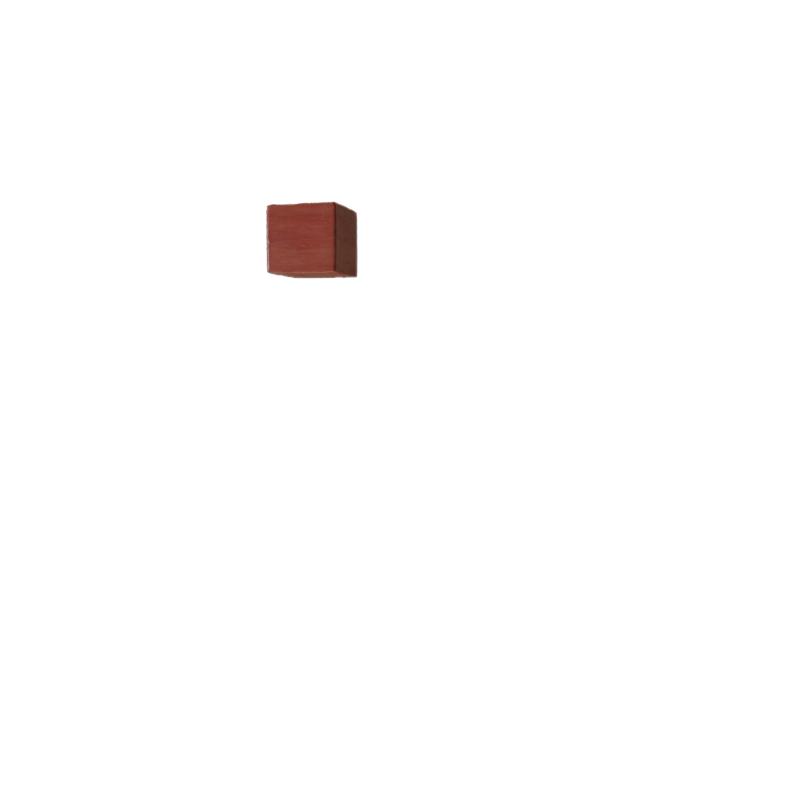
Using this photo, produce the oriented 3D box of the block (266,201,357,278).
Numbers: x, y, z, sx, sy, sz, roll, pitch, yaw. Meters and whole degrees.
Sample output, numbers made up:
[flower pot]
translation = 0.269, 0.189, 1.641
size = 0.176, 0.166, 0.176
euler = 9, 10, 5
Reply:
[block]
translation = -0.065, -0.118, 0.830
size = 0.054, 0.051, 0.076
euler = 0, 1, 11
